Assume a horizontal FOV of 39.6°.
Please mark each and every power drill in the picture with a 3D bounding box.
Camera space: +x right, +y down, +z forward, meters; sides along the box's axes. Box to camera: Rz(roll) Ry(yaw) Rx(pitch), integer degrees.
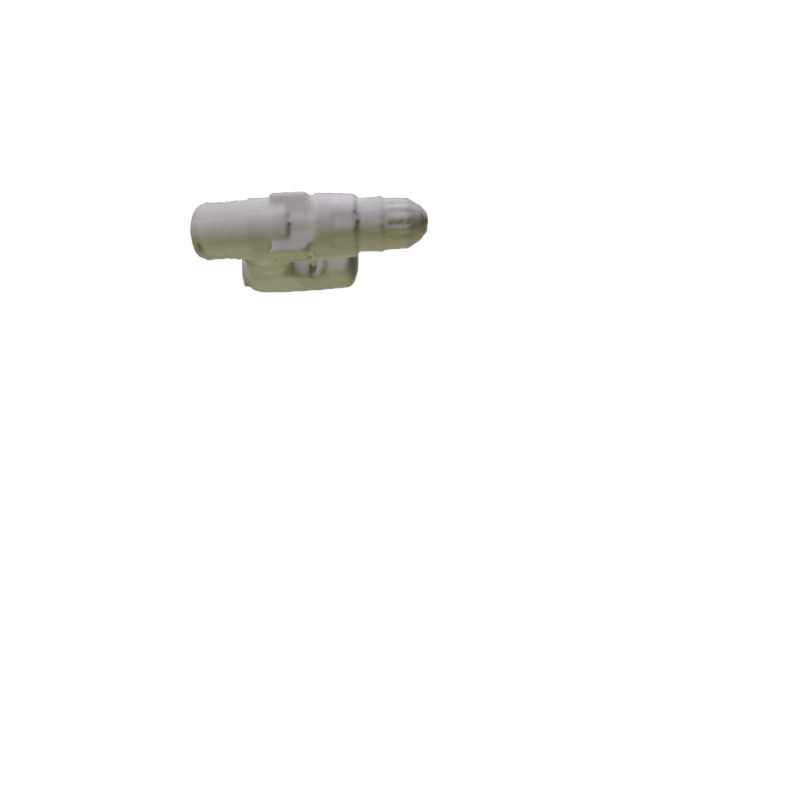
[{"bbox_3d":[-0.073,-0.133,0.930,0.185,0.059,0.183,0,-5,1],"label":"power drill"}]
